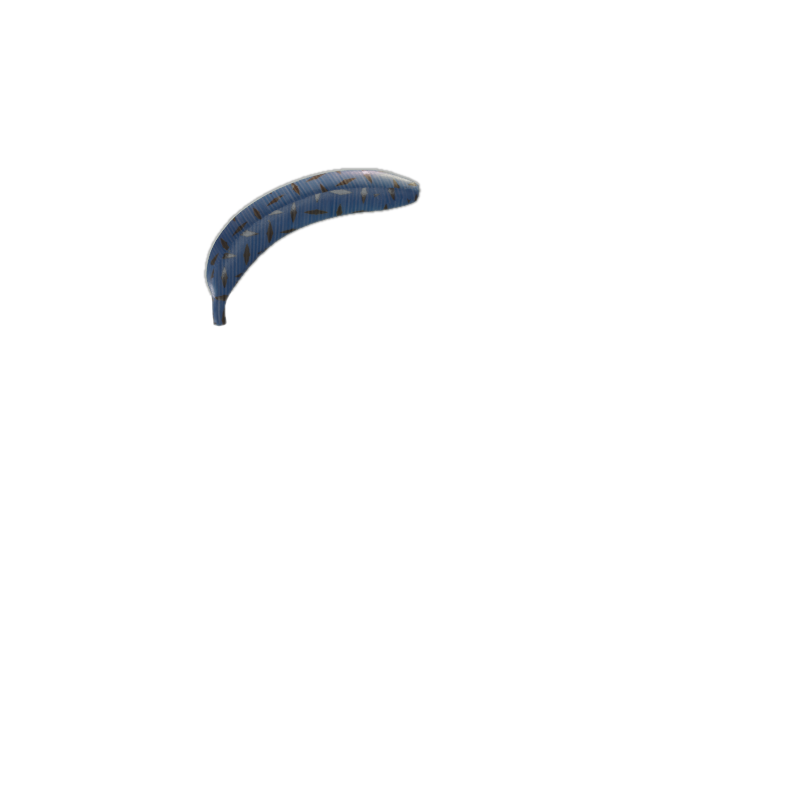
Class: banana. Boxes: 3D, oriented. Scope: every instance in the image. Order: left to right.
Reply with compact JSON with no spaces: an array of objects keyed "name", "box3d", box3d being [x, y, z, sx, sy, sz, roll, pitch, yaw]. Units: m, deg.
[{"name":"banana","box3d":[-0.082,-0.139,0.882,0.197,0.067,0.038,-31,15,8]}]
